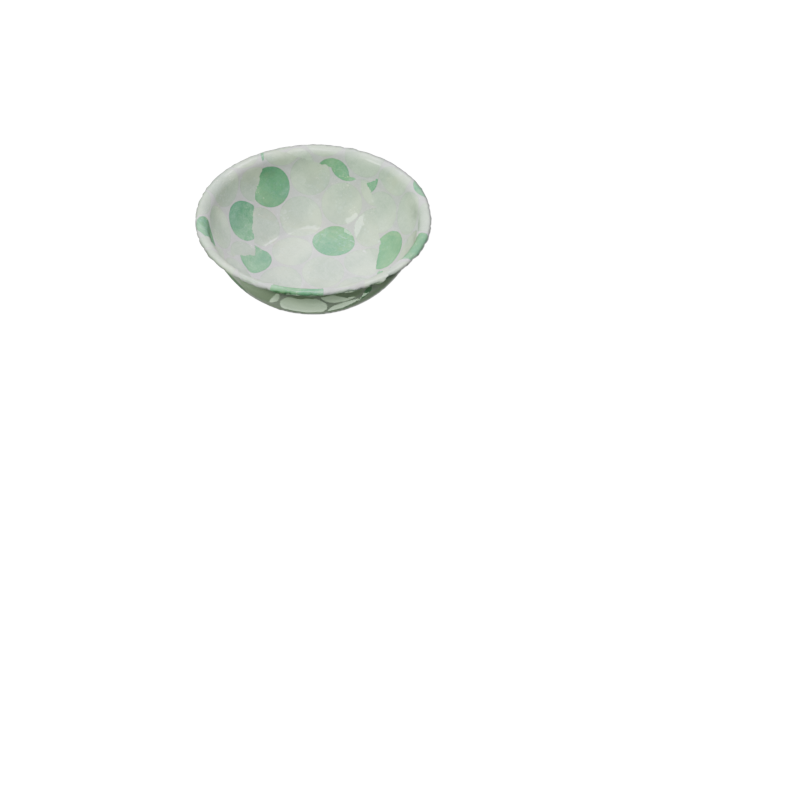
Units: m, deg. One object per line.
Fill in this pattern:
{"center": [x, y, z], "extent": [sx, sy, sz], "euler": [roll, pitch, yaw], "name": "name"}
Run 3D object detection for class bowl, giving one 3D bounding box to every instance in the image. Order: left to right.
{"center": [-0.060, -0.110, 0.773], "extent": [0.162, 0.051, 0.174], "euler": [-1, 45, -1], "name": "bowl"}
